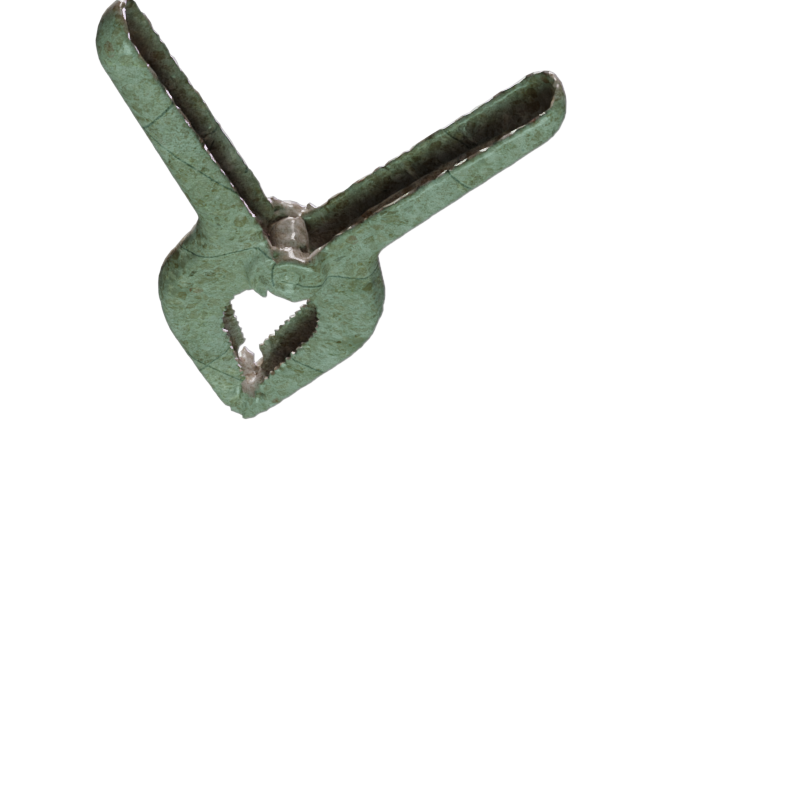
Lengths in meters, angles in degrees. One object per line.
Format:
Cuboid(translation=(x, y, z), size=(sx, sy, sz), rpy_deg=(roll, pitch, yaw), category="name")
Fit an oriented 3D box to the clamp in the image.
Cuboid(translation=(-0.035, -0.063, 0.442), size=(0.163, 0.039, 0.197), rpy_deg=(5, -40, -6), category="clamp")
